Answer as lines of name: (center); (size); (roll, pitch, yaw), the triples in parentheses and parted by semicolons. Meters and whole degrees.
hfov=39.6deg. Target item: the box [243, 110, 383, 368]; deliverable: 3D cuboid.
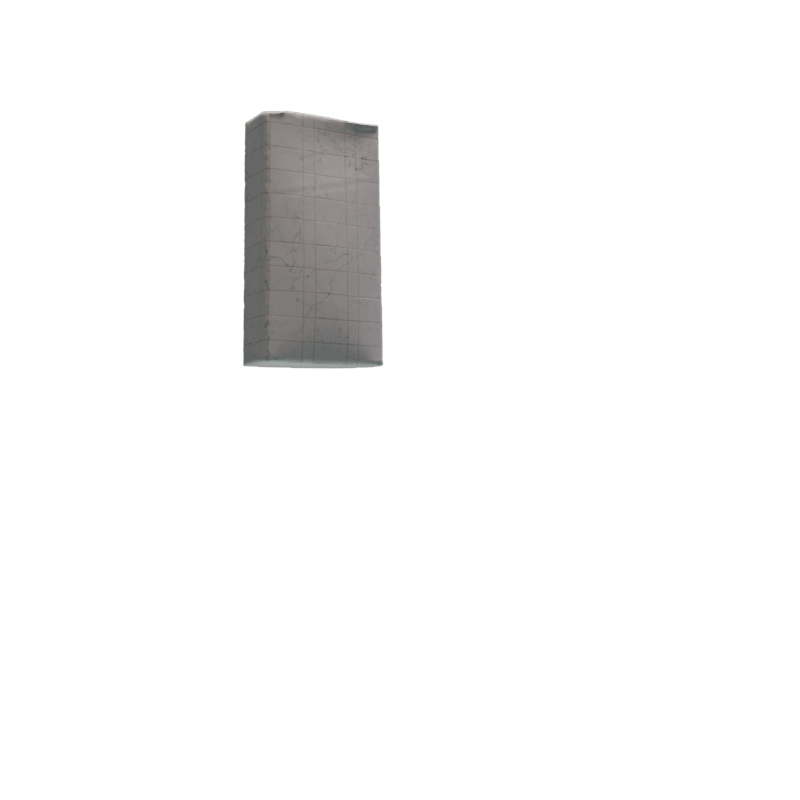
box: (-0.061, -0.112, 0.781); (0.090, 0.180, 0.049); (3, -10, -28)
